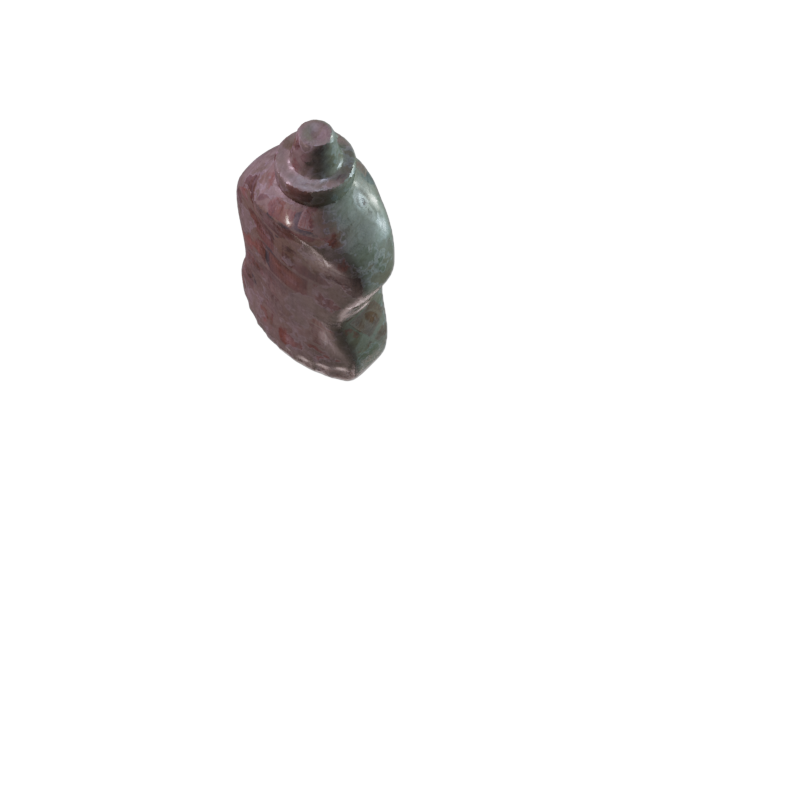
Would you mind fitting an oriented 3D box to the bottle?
[{"bbox_3d":[-0.047,-0.087,0.608,0.059,0.101,0.181,-41,-18,-21],"label":"bottle"}]
